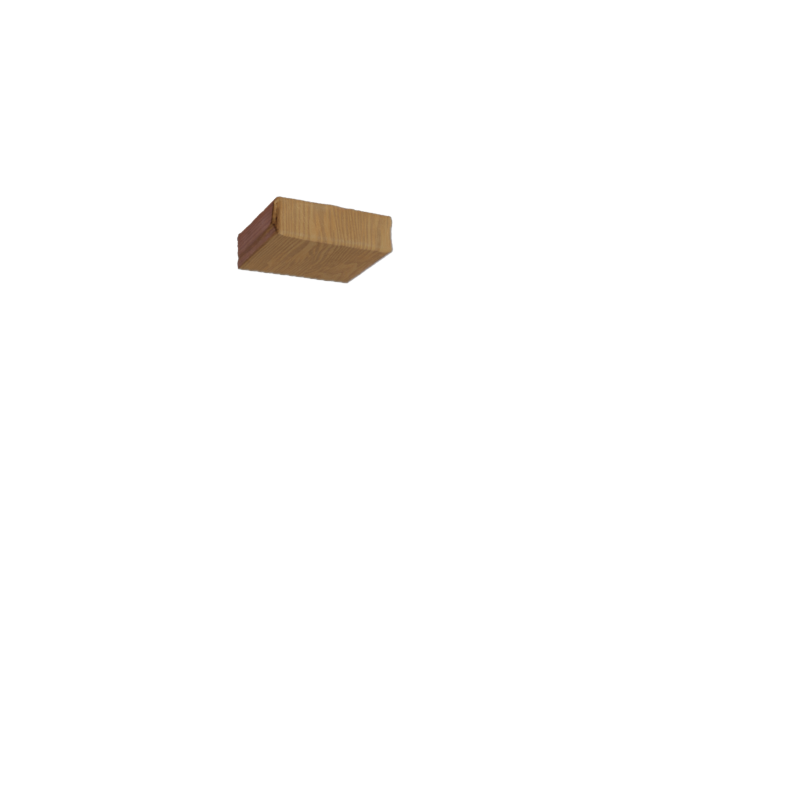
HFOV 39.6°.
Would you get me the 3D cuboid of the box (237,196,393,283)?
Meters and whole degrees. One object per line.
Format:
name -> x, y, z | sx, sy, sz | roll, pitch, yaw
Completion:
box -> -0.060, -0.110, 0.770 | 0.086, 0.031, 0.073 | 7, -17, -24
